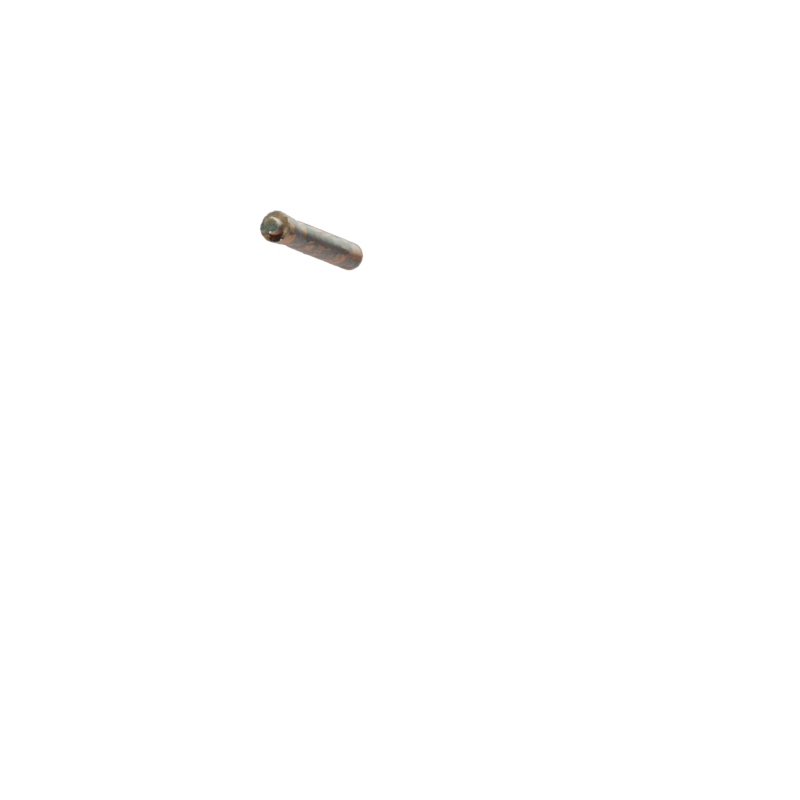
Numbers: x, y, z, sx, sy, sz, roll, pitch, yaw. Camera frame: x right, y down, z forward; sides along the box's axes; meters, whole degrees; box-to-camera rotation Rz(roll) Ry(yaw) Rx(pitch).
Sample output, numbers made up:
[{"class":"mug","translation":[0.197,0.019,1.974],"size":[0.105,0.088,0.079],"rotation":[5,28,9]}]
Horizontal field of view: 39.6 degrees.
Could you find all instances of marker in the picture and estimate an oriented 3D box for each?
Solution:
[{"class":"marker","translation":[-0.053,-0.097,0.682],"size":[0.020,0.020,0.116],"rotation":[2,-2,21]}]
